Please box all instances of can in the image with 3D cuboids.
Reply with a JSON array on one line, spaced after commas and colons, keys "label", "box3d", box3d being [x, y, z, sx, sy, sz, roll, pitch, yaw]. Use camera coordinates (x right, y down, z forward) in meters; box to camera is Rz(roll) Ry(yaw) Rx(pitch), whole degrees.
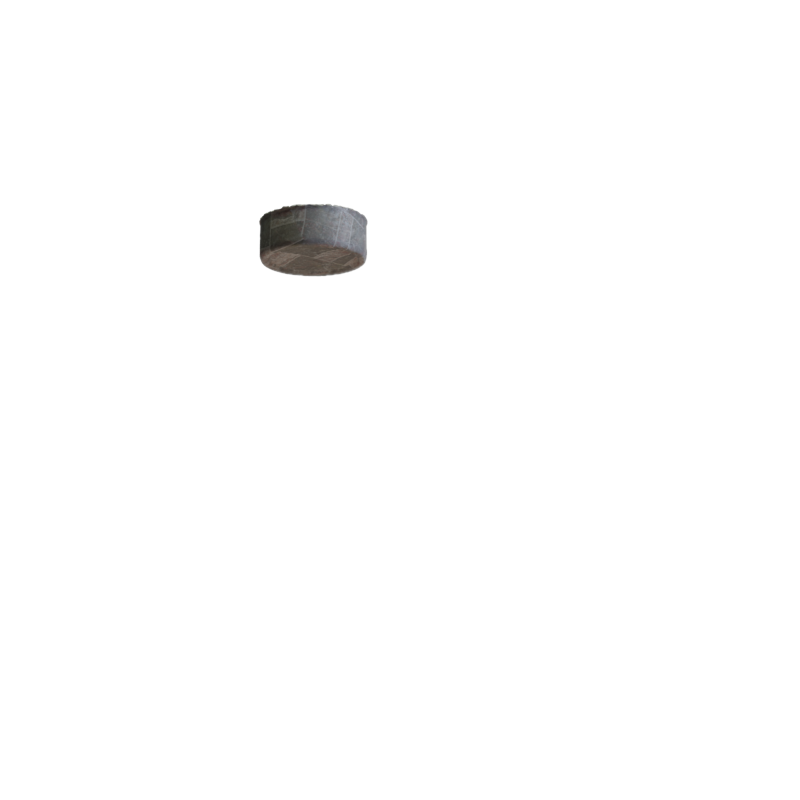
[{"label": "can", "box3d": [-0.068, -0.125, 0.874, 0.086, 0.035, 0.083, 0, -12, -2]}]
